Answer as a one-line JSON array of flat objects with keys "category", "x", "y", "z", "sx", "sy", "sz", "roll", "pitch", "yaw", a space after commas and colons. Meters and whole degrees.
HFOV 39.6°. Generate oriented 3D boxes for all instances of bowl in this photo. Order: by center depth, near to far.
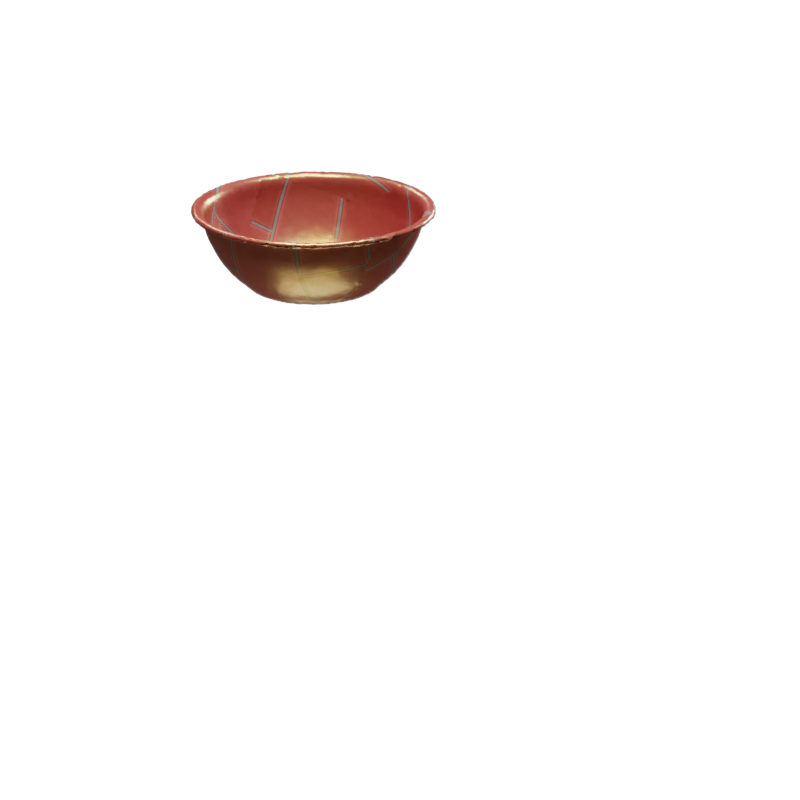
[{"category": "bowl", "x": -0.058, "y": -0.106, "z": 0.740, "sx": 0.162, "sy": 0.052, "sz": 0.171, "roll": -1, "pitch": 26, "yaw": -2}]
